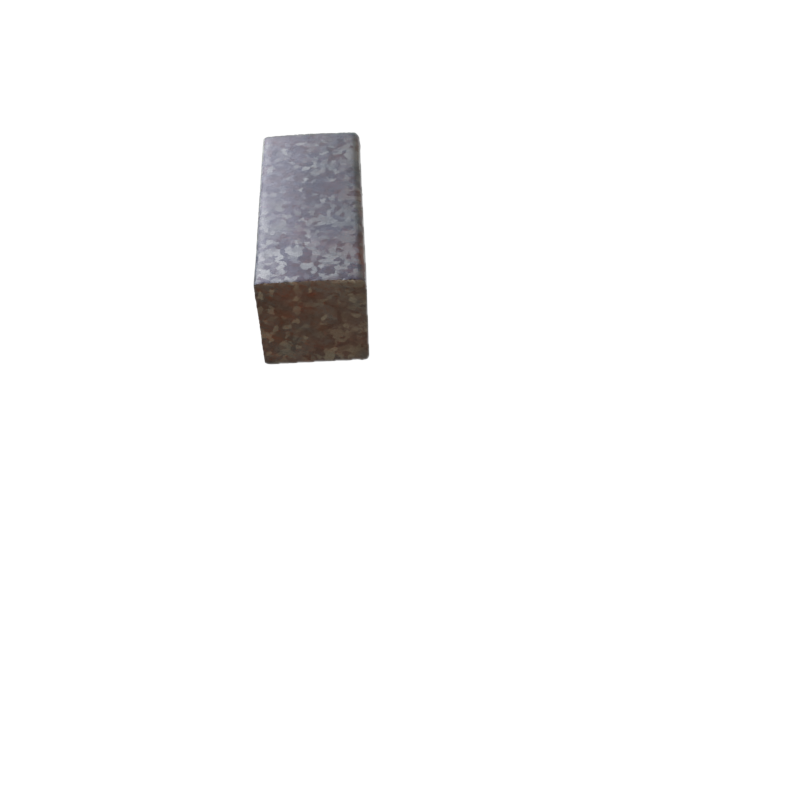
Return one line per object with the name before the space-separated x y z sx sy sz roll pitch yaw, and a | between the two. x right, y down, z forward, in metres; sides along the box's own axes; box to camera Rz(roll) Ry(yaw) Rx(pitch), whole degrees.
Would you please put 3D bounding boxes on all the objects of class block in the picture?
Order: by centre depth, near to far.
block | -0.075 -0.138 0.968 0.090 0.084 0.221 -3 44 -1
